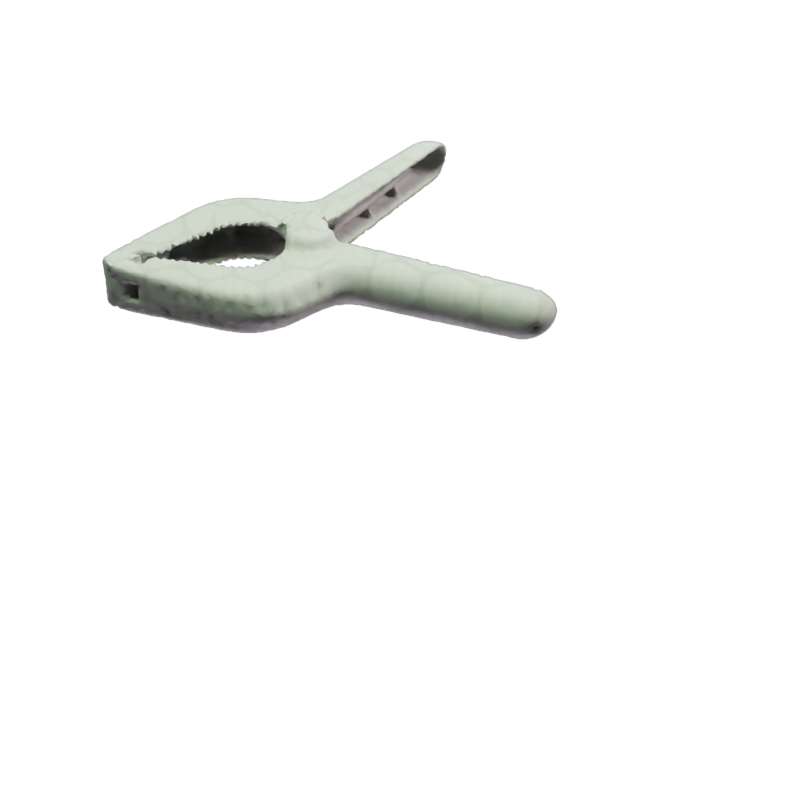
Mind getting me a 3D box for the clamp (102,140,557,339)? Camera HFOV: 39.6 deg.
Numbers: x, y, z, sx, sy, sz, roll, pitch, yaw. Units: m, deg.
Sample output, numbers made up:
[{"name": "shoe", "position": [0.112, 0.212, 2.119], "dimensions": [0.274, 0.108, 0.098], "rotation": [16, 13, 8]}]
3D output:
[{"name": "clamp", "position": [-0.044, -0.081, 0.568], "dimensions": [0.208, 0.034, 0.177], "rotation": [-6, 39, -7]}]
